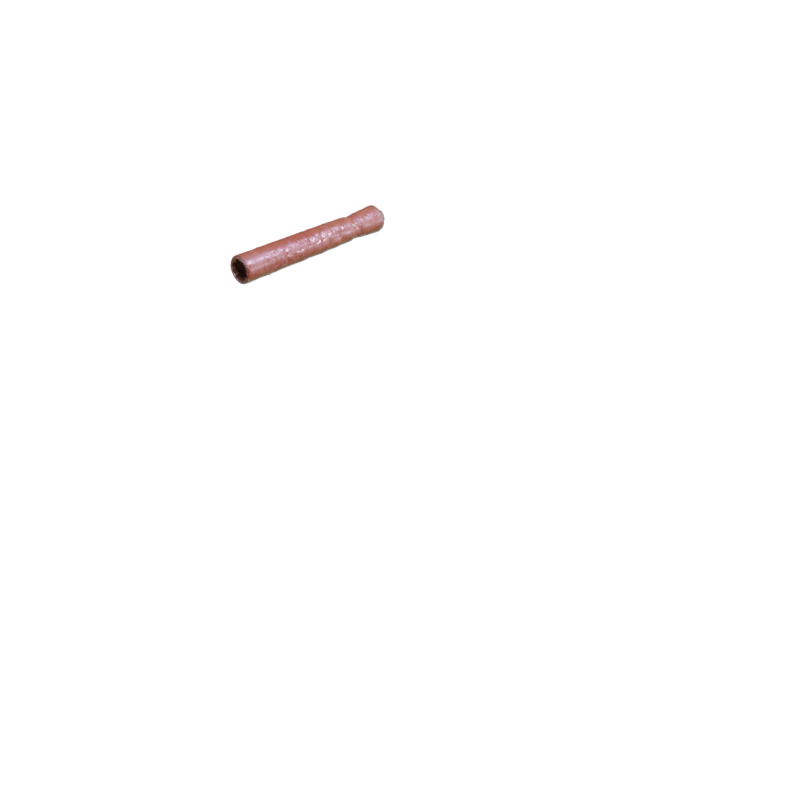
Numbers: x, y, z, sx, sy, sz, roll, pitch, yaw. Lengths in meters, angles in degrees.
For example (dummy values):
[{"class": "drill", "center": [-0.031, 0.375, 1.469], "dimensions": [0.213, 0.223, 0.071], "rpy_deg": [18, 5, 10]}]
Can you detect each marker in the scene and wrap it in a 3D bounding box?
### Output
[{"class": "marker", "center": [-0.056, -0.102, 0.712], "dimensions": [0.120, 0.019, 0.021], "rpy_deg": [-28, 21, -37]}]
